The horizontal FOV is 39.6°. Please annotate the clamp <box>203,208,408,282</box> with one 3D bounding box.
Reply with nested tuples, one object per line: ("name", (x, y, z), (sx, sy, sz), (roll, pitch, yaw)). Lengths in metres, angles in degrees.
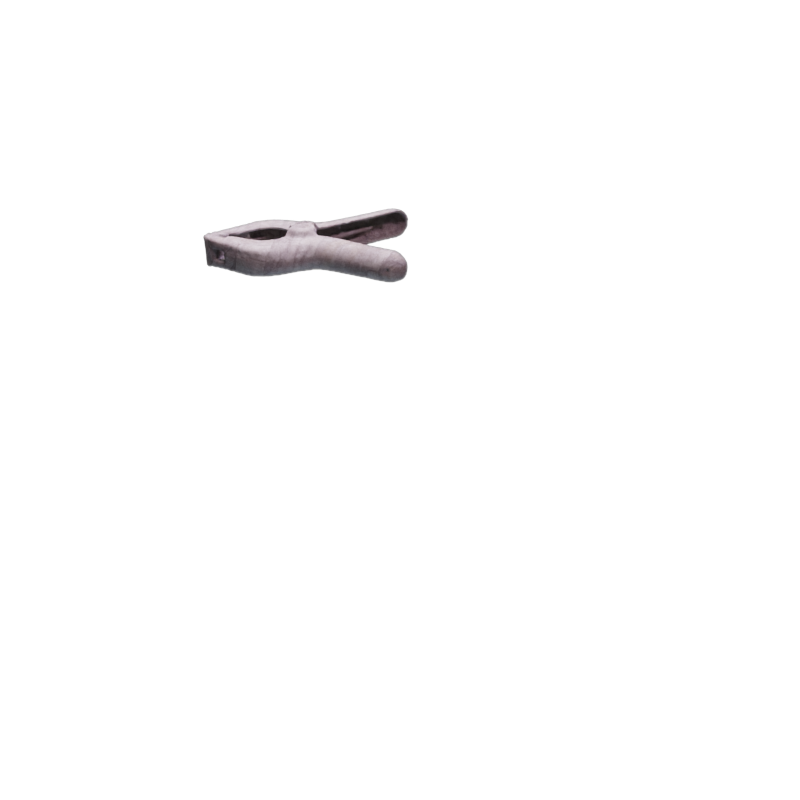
("clamp", (-0.071, -0.130, 0.909), (0.174, 0.038, 0.123), (5, 22, 11))
